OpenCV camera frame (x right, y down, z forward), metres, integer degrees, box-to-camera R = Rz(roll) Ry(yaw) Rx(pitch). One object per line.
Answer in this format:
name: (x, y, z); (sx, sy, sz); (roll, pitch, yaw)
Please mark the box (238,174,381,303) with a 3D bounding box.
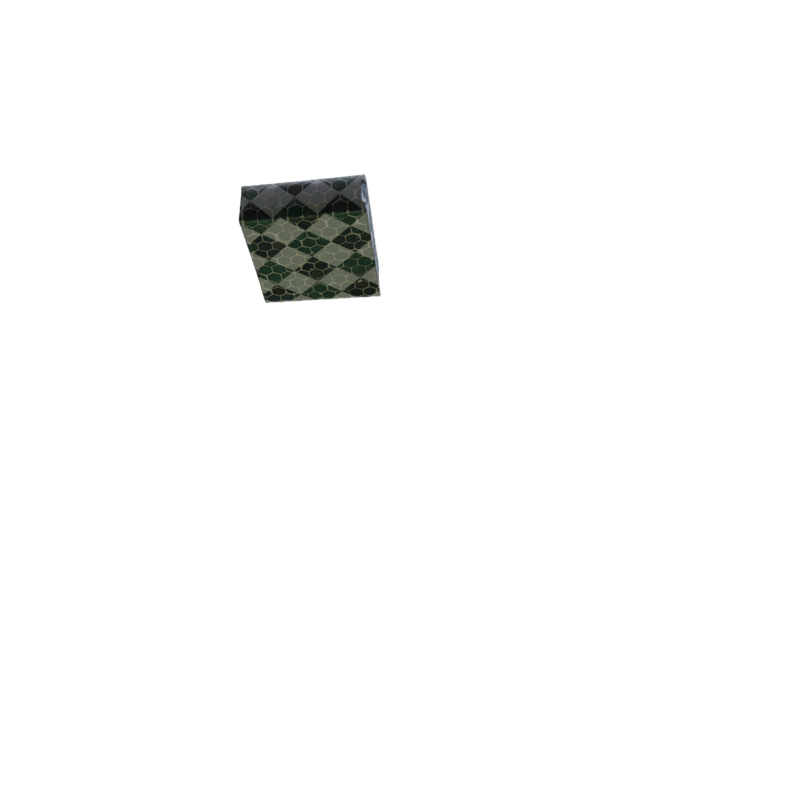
box: (-0.052, -0.094, 0.661); (0.074, 0.032, 0.083); (-4, -31, 5)
